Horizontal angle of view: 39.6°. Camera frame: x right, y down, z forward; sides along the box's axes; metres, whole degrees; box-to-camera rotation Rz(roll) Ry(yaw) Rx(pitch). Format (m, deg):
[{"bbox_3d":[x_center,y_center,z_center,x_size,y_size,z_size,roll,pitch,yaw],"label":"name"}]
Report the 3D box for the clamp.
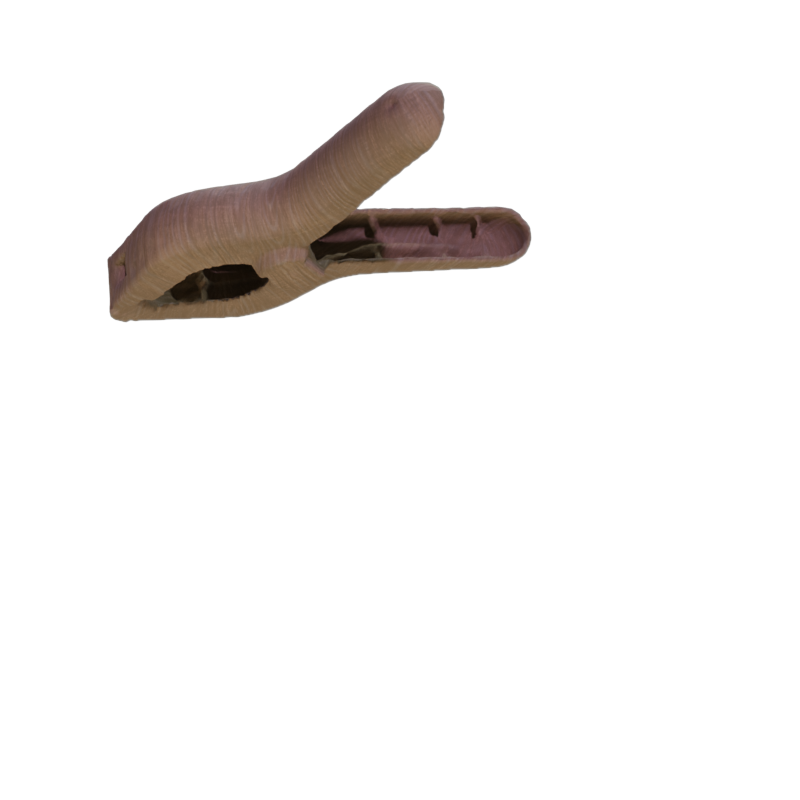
[{"bbox_3d":[-0.034,-0.063,0.440,0.174,0.042,0.111,-15,-30,28],"label":"clamp"}]
